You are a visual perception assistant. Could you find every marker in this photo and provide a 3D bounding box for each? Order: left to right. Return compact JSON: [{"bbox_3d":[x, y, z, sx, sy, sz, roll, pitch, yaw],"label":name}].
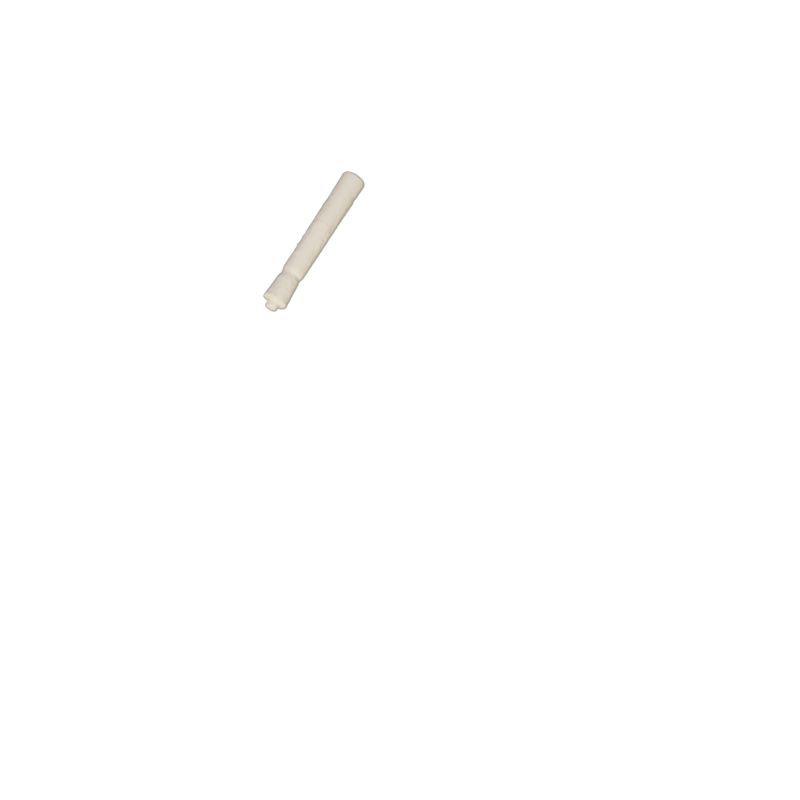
[{"bbox_3d":[-0.063,-0.114,0.801,0.020,0.124,0.019,26,-22,9],"label":"marker"}]
